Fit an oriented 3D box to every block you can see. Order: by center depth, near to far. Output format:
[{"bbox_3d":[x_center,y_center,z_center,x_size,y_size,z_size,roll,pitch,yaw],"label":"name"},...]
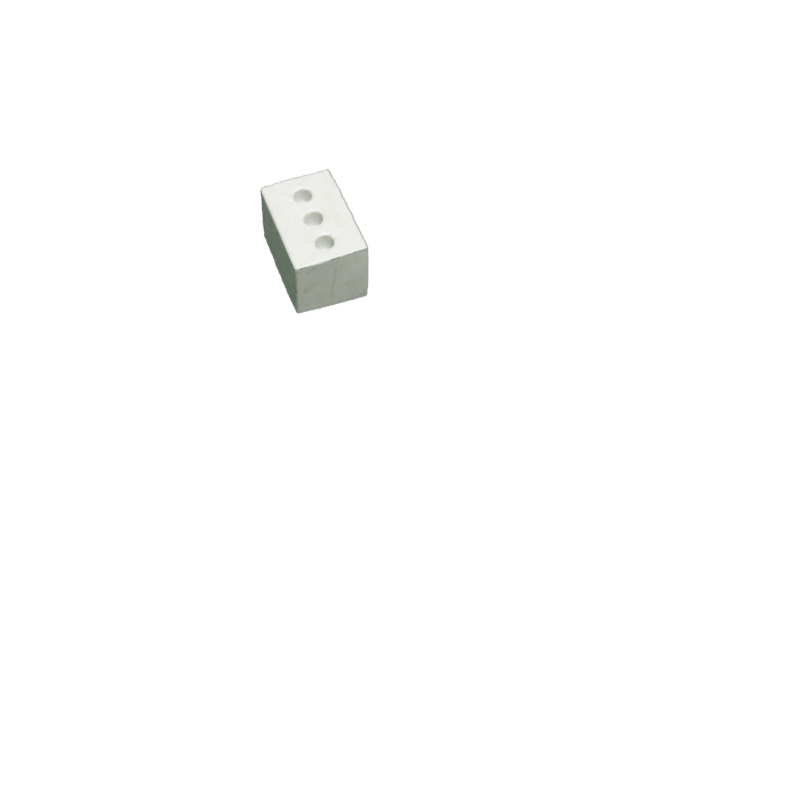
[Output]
[{"bbox_3d":[-0.059,-0.108,0.759,0.052,0.084,0.048,-17,-34,-14],"label":"block"}]
